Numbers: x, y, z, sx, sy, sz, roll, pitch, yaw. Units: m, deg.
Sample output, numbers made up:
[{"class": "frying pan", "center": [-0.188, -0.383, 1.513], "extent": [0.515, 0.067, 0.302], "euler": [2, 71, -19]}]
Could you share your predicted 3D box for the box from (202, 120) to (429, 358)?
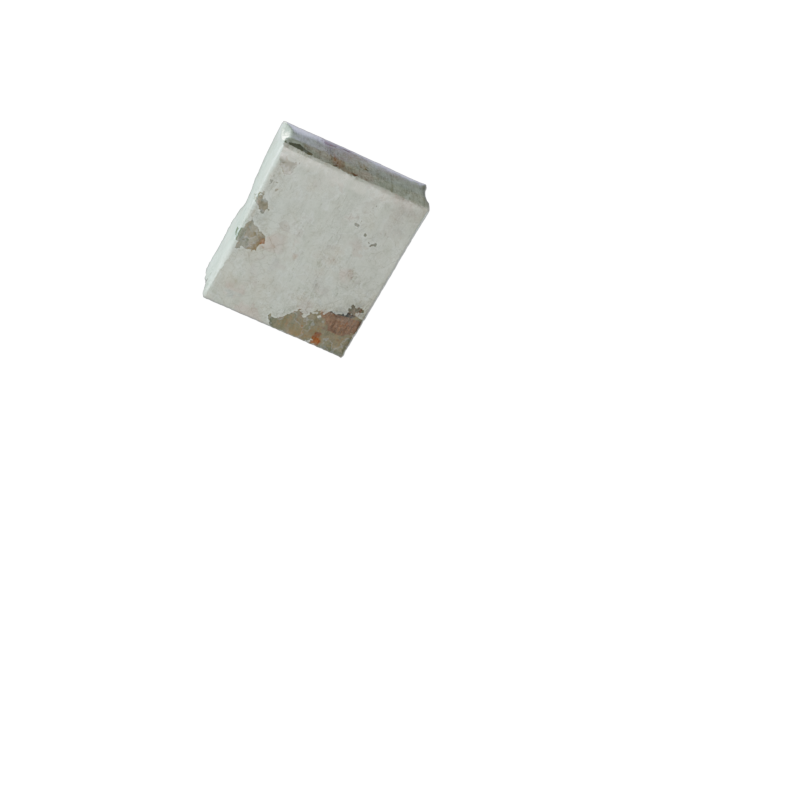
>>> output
[{"class": "box", "center": [-0.040, -0.072, 0.506], "extent": [0.071, 0.086, 0.032], "euler": [24, 27, -14]}]
